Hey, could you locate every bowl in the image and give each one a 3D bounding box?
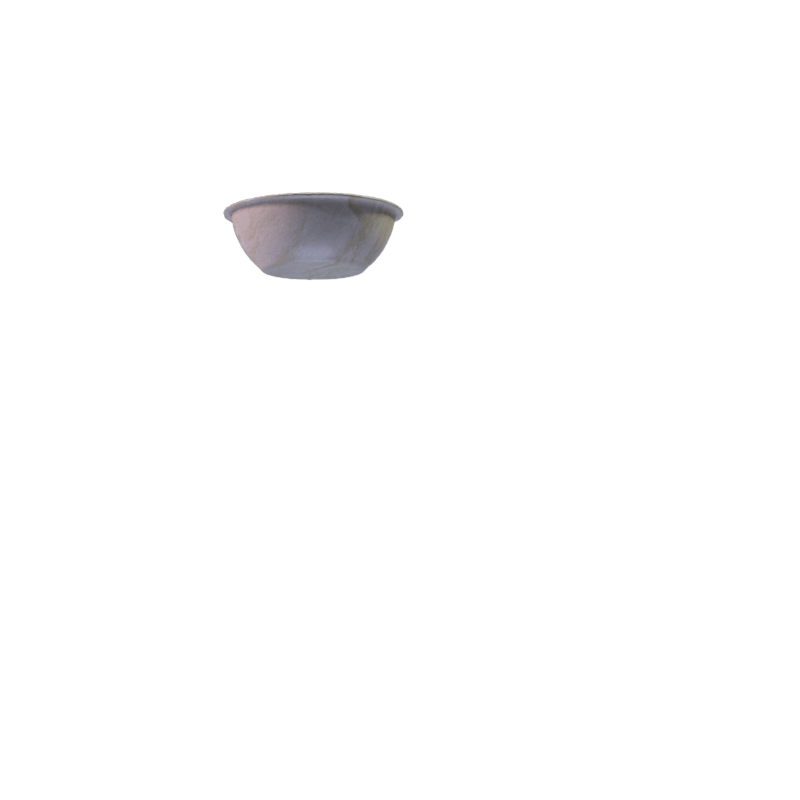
[{"bbox_3d":[-0.078,-0.142,0.992,0.162,0.056,0.159,0,-4,-2],"label":"bowl"}]
